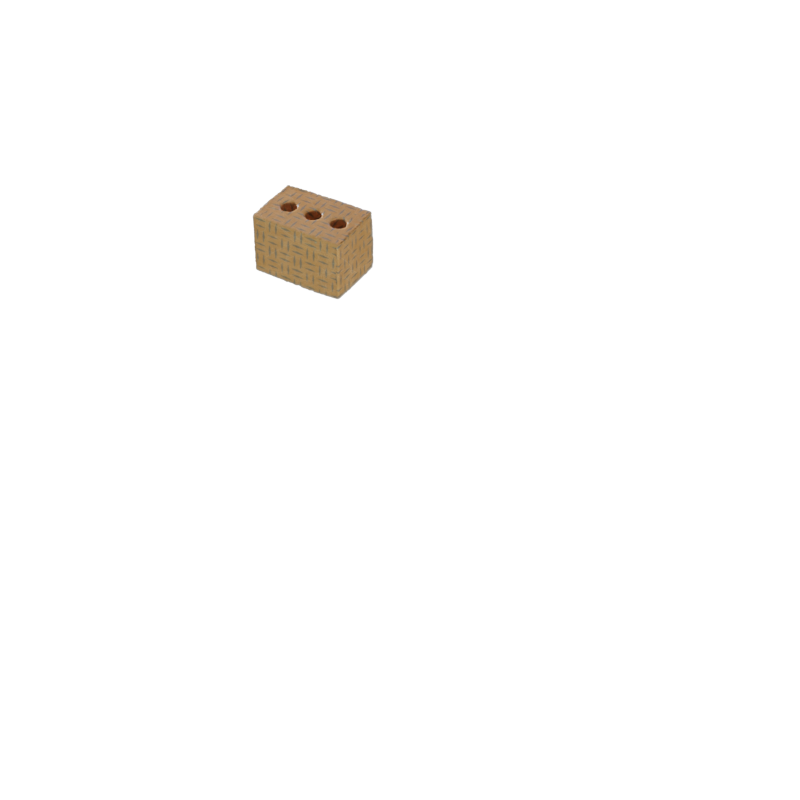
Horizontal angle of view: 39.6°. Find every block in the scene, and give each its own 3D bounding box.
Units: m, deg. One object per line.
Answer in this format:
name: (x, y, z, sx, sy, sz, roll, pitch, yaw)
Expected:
block: (-0.066, -0.121, 0.845, 0.081, 0.048, 0.054, 21, 42, 23)
